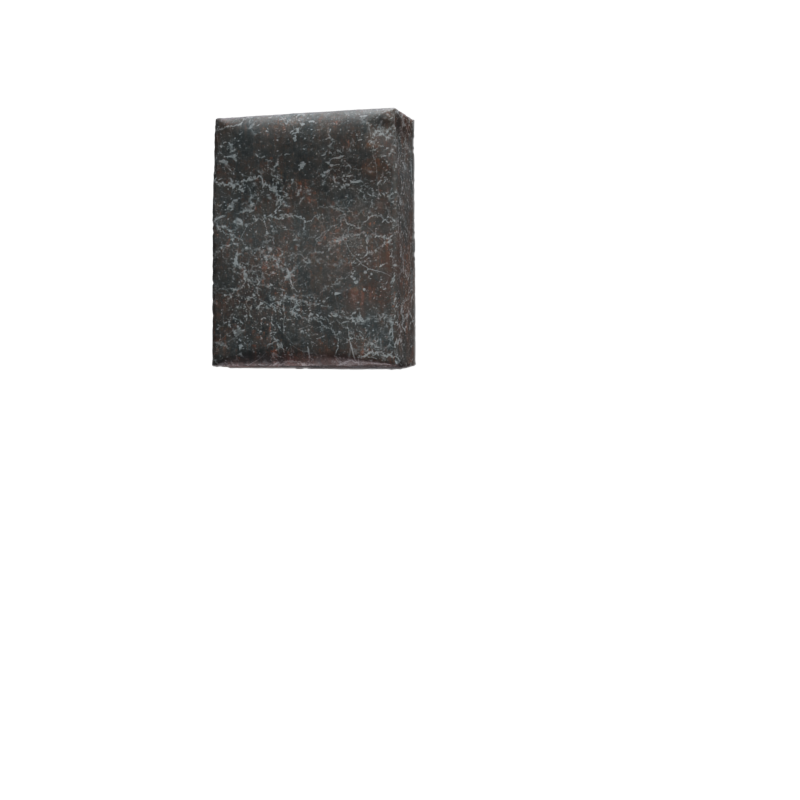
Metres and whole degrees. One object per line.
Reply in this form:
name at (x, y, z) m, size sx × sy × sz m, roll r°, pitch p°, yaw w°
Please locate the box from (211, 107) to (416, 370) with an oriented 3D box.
box at (-0.073, -0.134, 0.938) m, size 0.168 × 0.216 × 0.070 m, roll -1°, pitch -3°, yaw 17°
